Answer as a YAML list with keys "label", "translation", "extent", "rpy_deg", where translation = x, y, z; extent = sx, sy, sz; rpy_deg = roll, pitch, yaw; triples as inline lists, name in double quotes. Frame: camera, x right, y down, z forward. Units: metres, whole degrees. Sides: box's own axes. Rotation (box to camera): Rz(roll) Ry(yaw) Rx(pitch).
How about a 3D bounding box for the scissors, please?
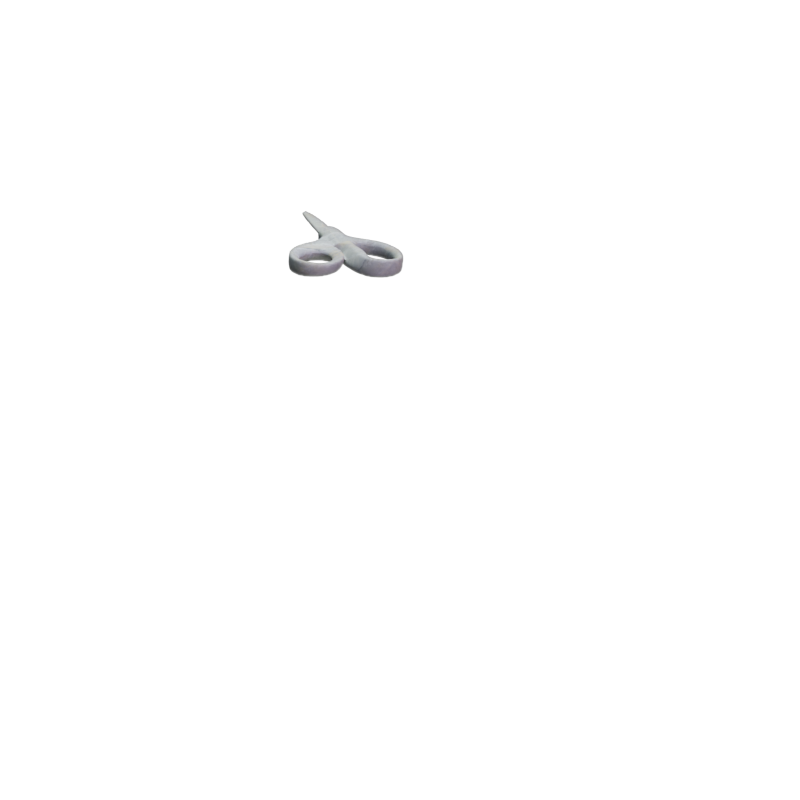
- label: "scissors"
  translation: [-0.072, -0.131, 0.914]
  extent: [0.094, 0.015, 0.215]
  rpy_deg: [-12, 24, -28]
